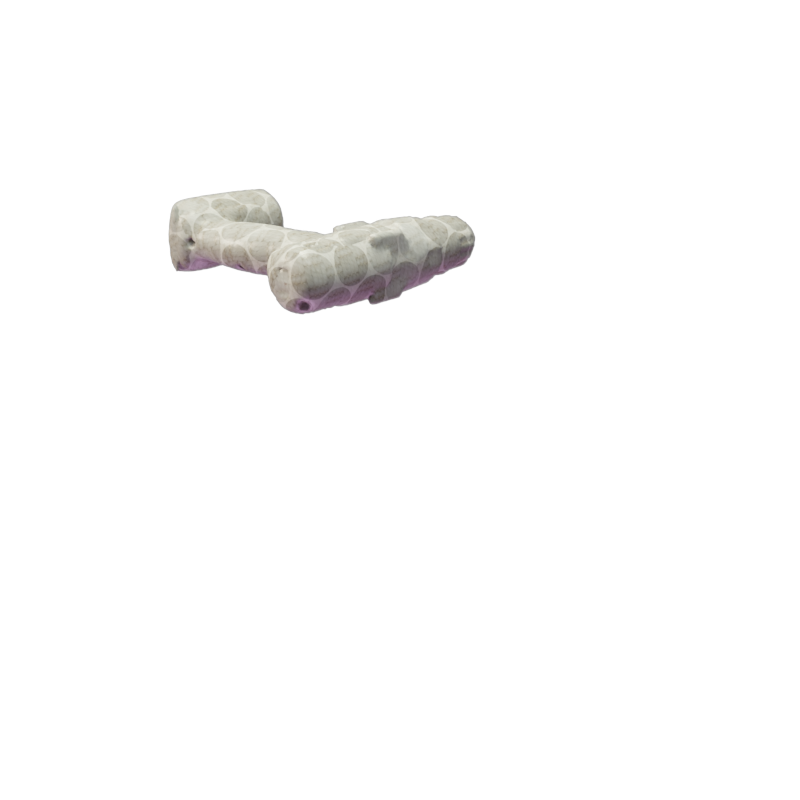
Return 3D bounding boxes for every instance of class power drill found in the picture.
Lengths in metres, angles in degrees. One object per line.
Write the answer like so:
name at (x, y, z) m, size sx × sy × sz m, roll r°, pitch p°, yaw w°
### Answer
power drill at (-0.063, -0.116, 0.810) m, size 0.198 × 0.055 × 0.181 m, roll 16°, pitch 24°, yaw 41°
